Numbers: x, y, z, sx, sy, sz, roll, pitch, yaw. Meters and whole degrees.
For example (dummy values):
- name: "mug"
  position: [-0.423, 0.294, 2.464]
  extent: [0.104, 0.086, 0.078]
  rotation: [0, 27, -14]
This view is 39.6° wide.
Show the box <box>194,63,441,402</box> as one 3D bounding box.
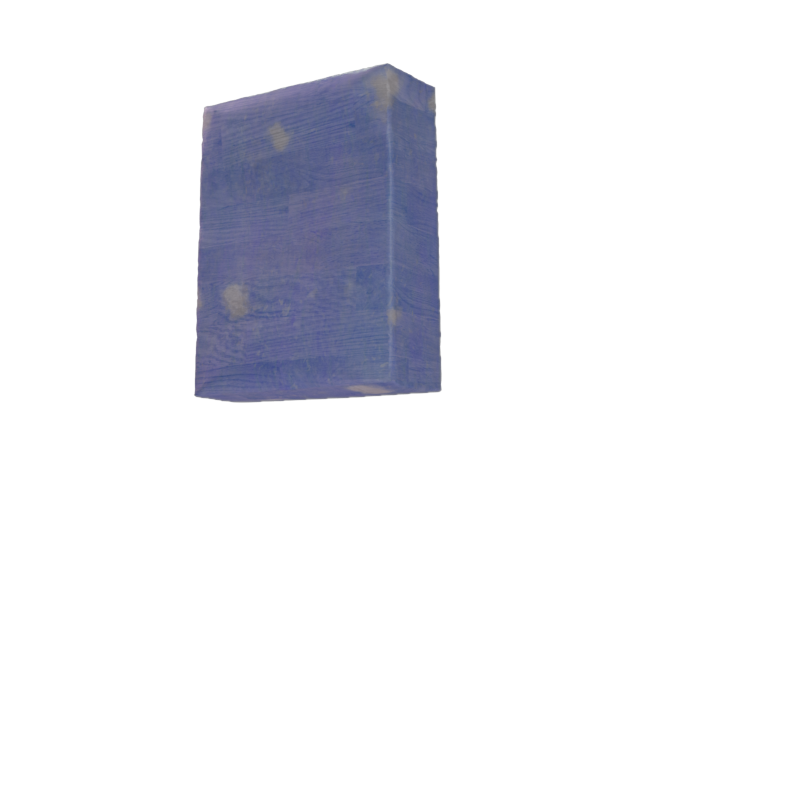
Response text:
- name: "box"
  position: [-0.060, -0.109, 0.765]
  extent: [0.169, 0.220, 0.068]
  rotation: [-6, -12, 32]
